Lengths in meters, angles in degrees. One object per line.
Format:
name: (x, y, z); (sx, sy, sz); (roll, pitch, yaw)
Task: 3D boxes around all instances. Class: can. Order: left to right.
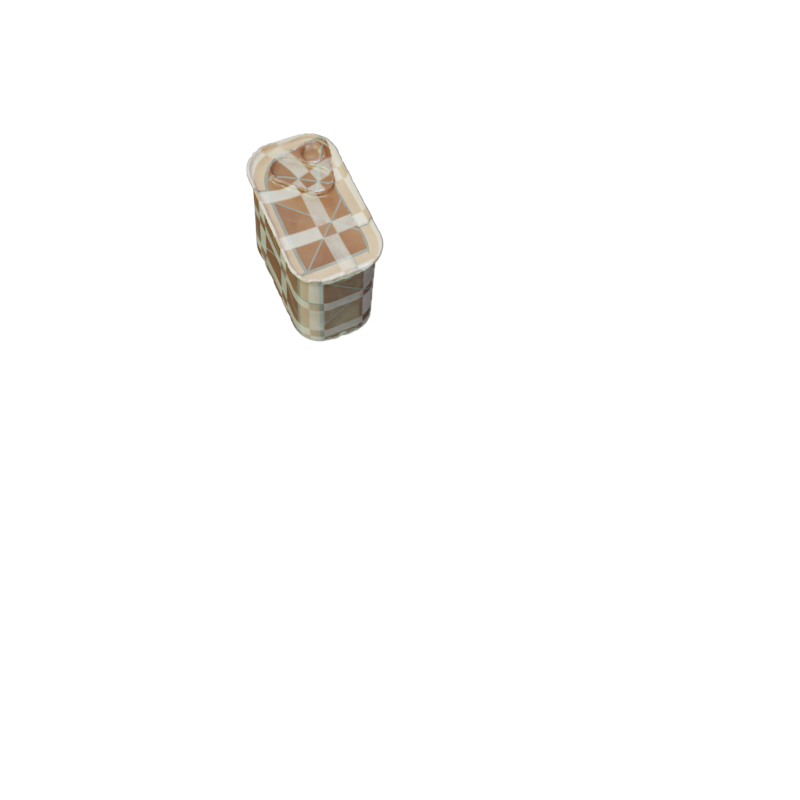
can: (-0.053, -0.097, 0.678); (0.057, 0.109, 0.079); (-20, -26, -12)
